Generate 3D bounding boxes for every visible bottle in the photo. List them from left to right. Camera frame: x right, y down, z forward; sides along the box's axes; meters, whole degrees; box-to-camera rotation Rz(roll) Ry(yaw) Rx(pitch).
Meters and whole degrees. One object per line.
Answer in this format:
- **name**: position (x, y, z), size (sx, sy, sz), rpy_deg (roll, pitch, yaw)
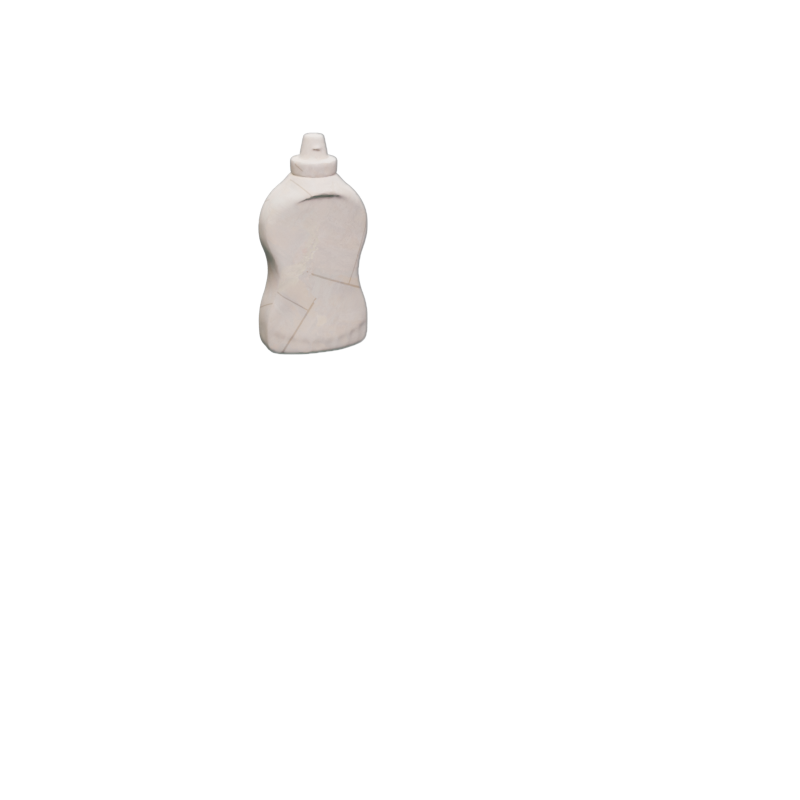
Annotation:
- **bottle**: position (-0.076, -0.139, 0.973), size (0.094, 0.184, 0.062), rpy_deg (-5, 19, -18)
